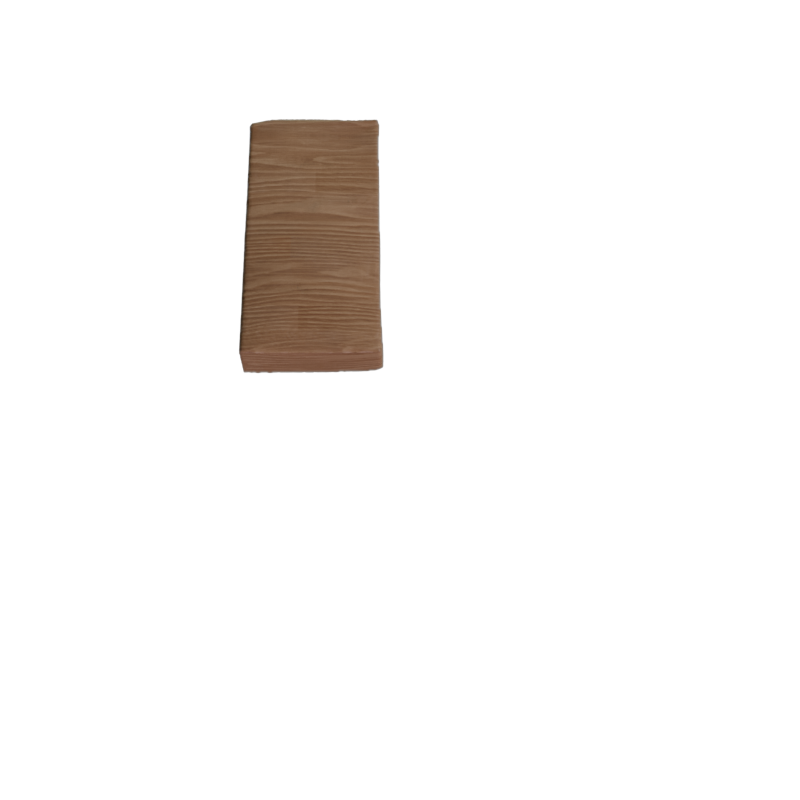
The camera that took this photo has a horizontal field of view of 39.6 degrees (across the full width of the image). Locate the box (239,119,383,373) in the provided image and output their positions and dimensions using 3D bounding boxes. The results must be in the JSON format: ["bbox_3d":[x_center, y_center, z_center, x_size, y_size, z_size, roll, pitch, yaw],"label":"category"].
[{"bbox_3d":[-0.059,-0.107,0.751,0.093,0.186,0.045,-2,-23,0],"label":"box"}]
